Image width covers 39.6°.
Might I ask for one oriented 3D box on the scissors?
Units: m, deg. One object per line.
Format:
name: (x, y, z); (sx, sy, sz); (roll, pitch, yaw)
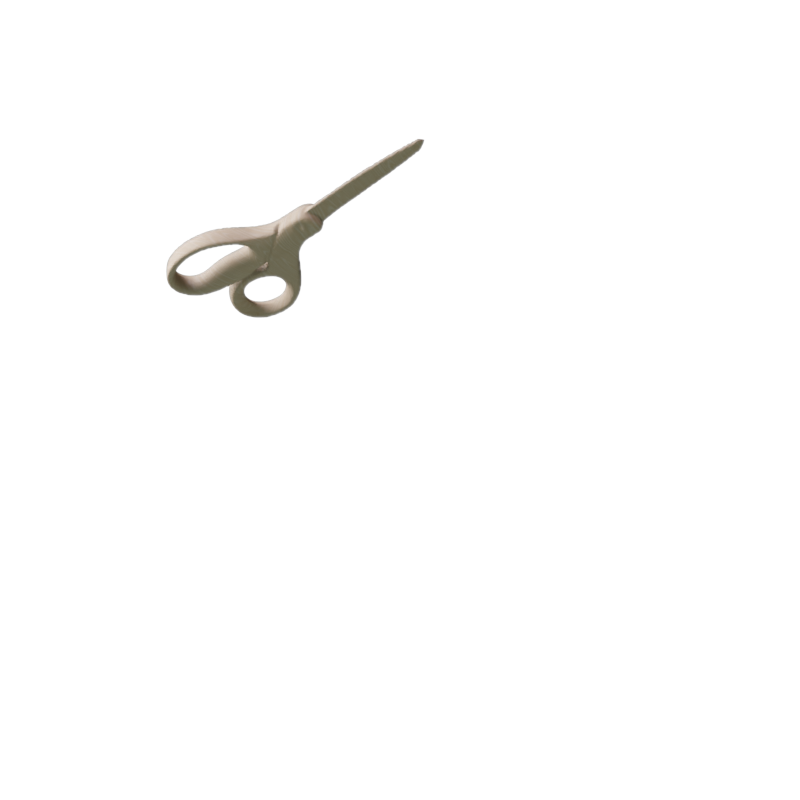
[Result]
scissors: (-0.054, -0.099, 0.695); (0.204, 0.017, 0.089); (-17, -36, 24)
